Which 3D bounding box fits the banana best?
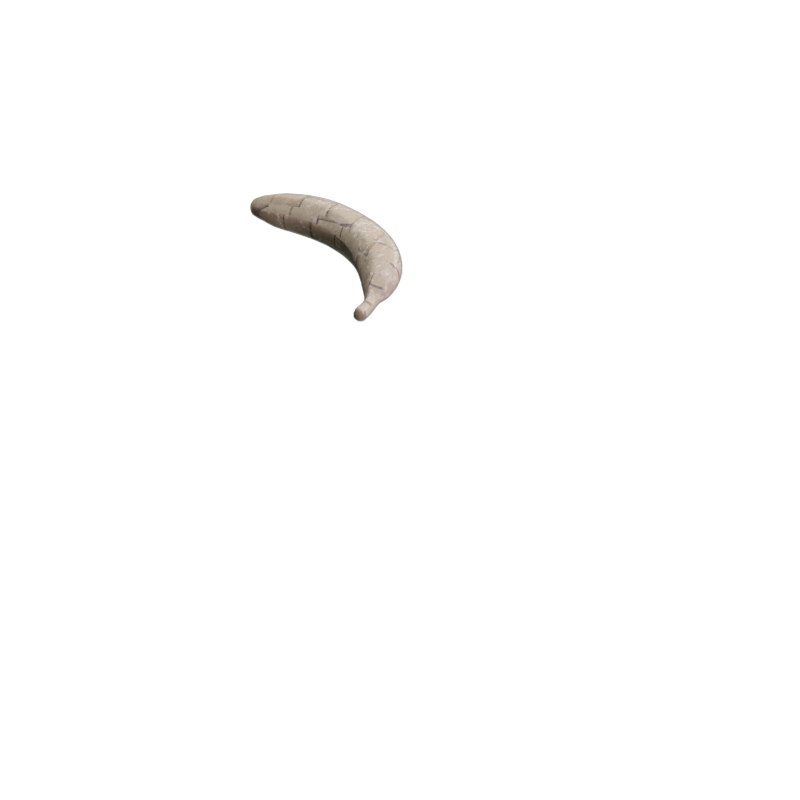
[{"bbox_3d":[-0.052,-0.131,0.899,0.068,0.034,0.213,-16,37,-24],"label":"banana"}]
